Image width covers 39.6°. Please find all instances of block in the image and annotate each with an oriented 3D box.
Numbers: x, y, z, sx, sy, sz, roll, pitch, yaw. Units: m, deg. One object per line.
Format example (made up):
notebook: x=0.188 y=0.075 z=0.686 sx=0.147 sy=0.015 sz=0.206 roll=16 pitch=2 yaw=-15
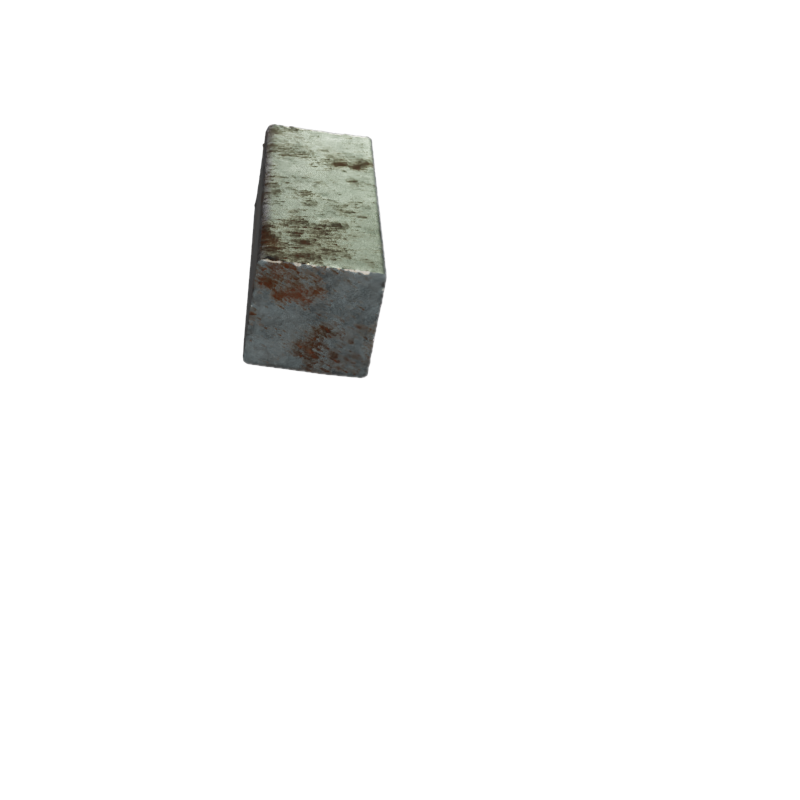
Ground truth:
block: x=-0.066 y=-0.119 z=0.838 sx=0.089 sy=0.086 sz=0.220 roll=6 pitch=36 yaw=-8
